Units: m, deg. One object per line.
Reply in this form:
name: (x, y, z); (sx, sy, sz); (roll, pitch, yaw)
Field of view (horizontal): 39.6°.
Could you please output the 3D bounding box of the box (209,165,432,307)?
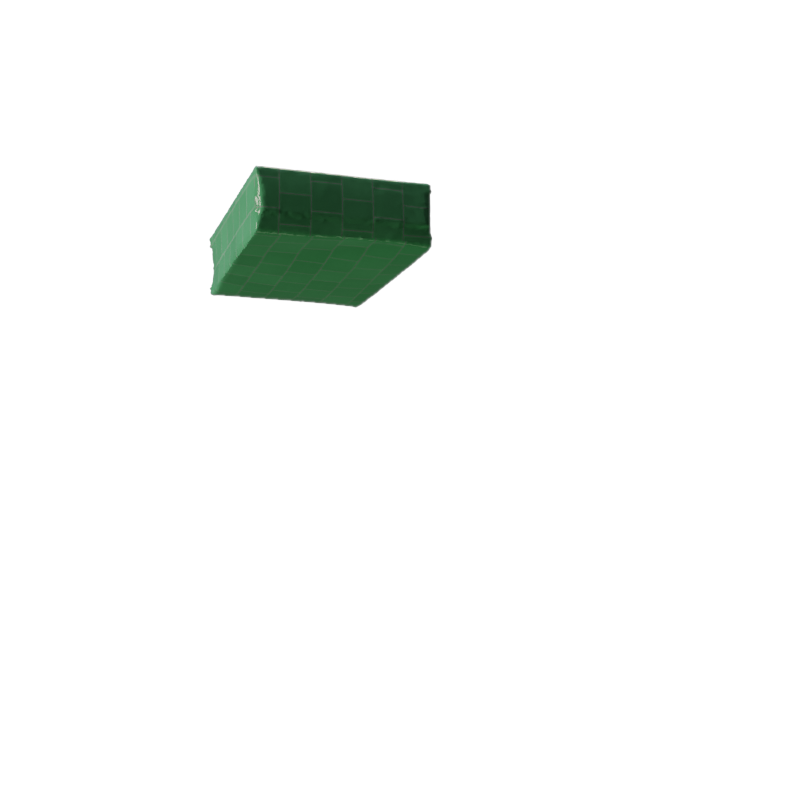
box: (-0.045, -0.082, 0.575); (0.087, 0.041, 0.112); (5, -15, -19)
